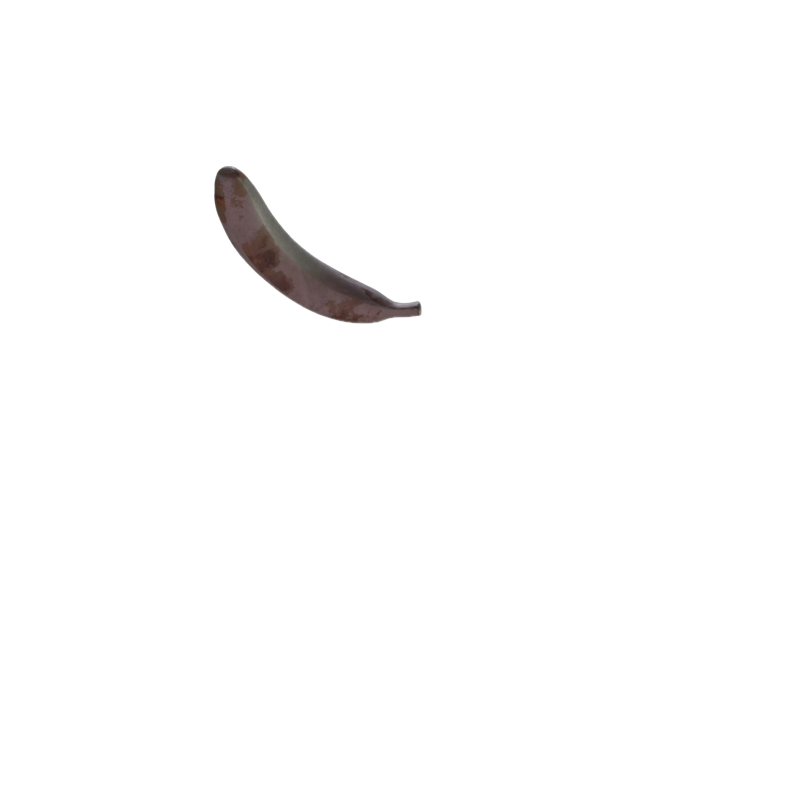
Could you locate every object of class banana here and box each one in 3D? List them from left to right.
[{"bbox_3d":[-0.074,-0.105,0.814,0.186,0.039,0.069,32,-51,-31],"label":"banana"}]
